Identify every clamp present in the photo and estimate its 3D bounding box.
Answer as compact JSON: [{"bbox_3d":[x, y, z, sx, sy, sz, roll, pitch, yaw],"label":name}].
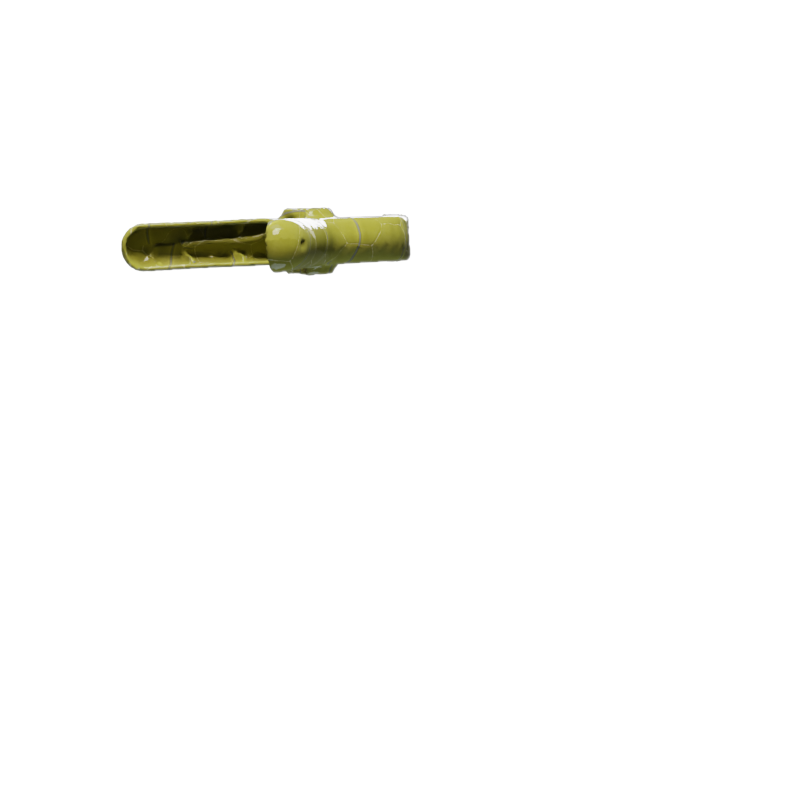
[{"bbox_3d":[-0.046,-0.083,0.584,0.167,0.038,0.127,-12,19,-39],"label":"clamp"}]
